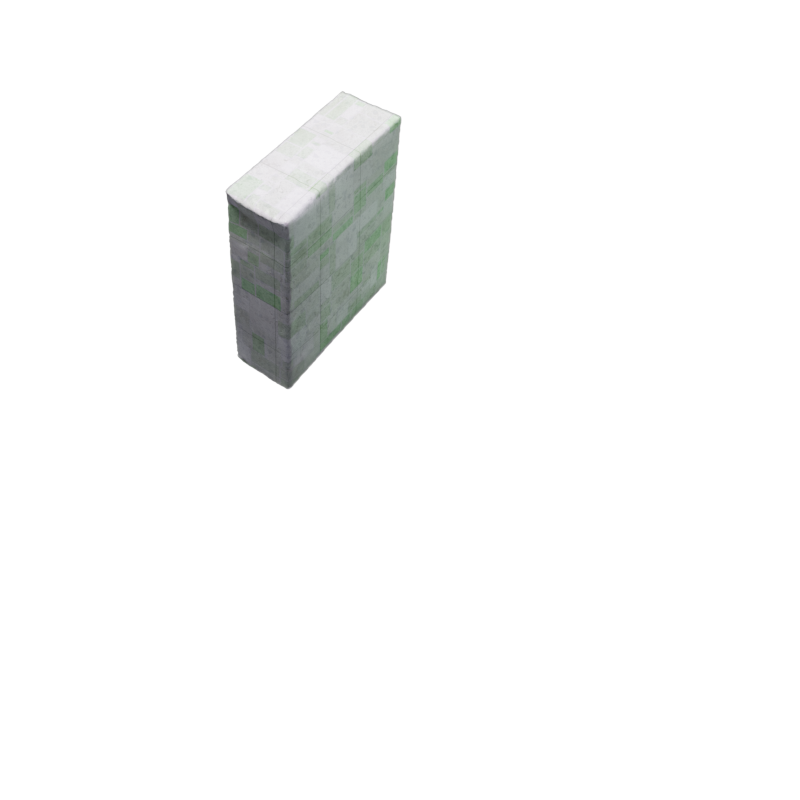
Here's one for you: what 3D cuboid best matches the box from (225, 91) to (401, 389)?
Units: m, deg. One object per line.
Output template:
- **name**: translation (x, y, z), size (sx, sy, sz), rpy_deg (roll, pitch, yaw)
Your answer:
- **box**: translation (-0.076, -0.139, 0.977), size (0.075, 0.199, 0.168), rpy_deg (28, 54, 18)
